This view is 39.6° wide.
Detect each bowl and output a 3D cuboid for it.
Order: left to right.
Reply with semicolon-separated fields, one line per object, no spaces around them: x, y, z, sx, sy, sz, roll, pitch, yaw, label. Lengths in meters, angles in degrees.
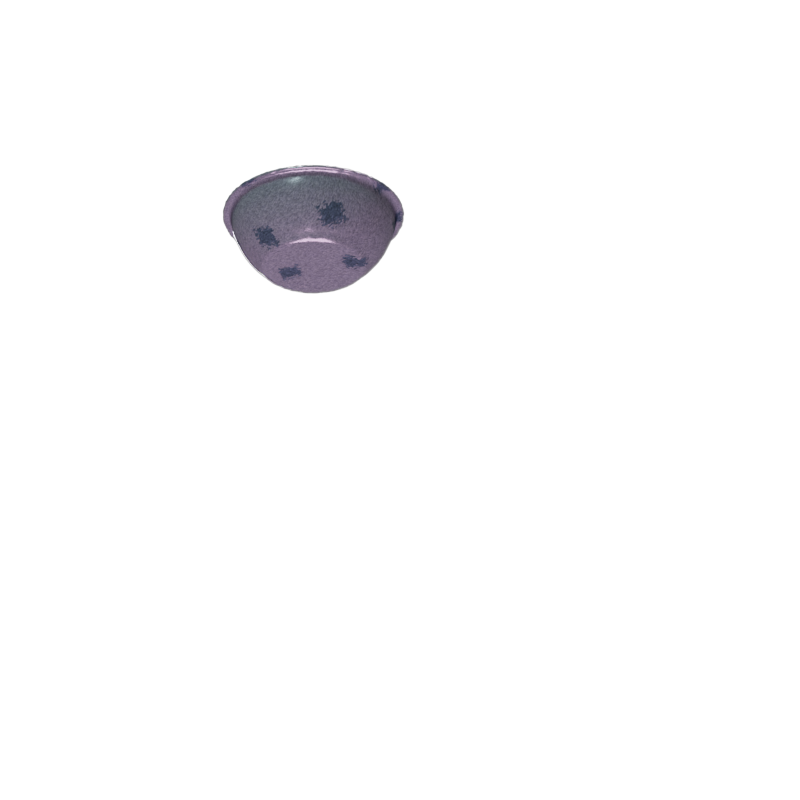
-0.076;-0.139;0.976;0.162;0.058;0.153;1;-26;-2;bowl
